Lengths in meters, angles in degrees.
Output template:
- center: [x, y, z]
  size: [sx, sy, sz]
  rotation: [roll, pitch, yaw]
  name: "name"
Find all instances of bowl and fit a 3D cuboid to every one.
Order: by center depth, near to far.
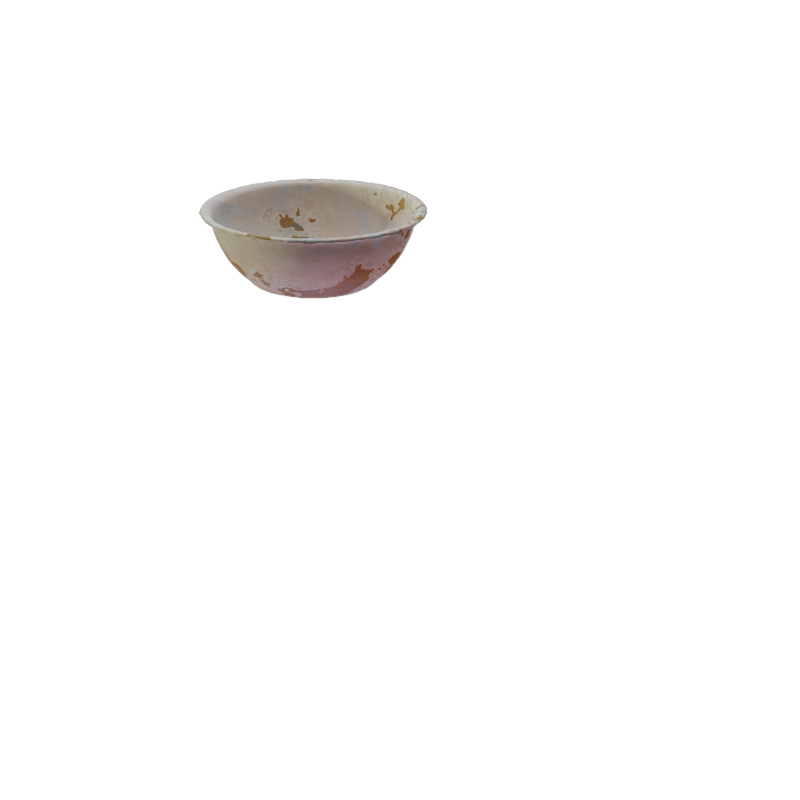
- center: [-0.062, -0.114, 0.798]
  size: [0.162, 0.053, 0.170]
  rotation: [-1, 24, -2]
  name: "bowl"
